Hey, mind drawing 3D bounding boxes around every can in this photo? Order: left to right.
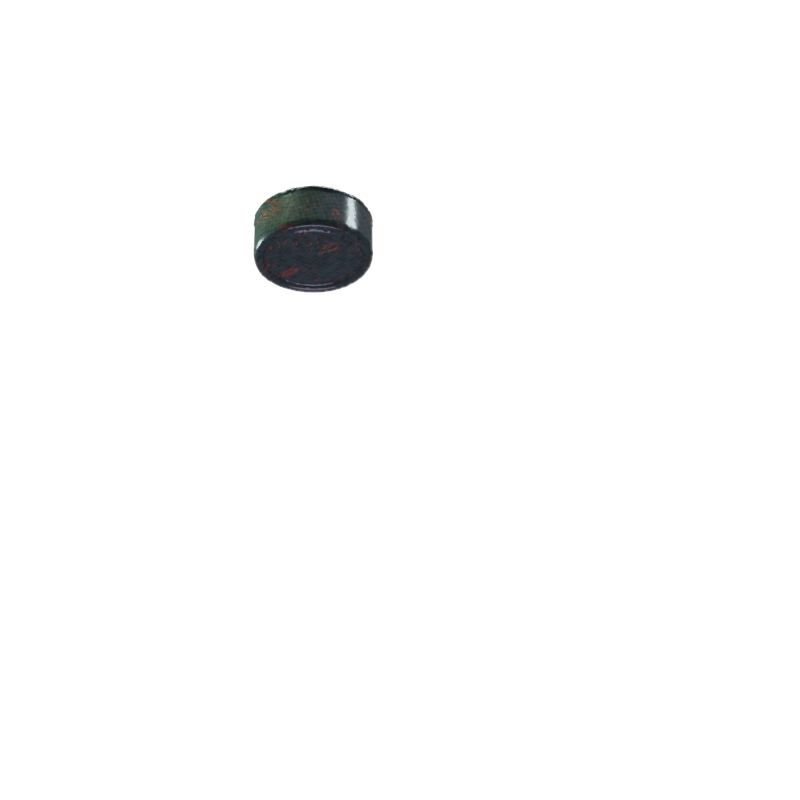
[{"bbox_3d":[-0.062,-0.113,0.790,0.086,0.036,0.080,1,-32,-2],"label":"can"}]
